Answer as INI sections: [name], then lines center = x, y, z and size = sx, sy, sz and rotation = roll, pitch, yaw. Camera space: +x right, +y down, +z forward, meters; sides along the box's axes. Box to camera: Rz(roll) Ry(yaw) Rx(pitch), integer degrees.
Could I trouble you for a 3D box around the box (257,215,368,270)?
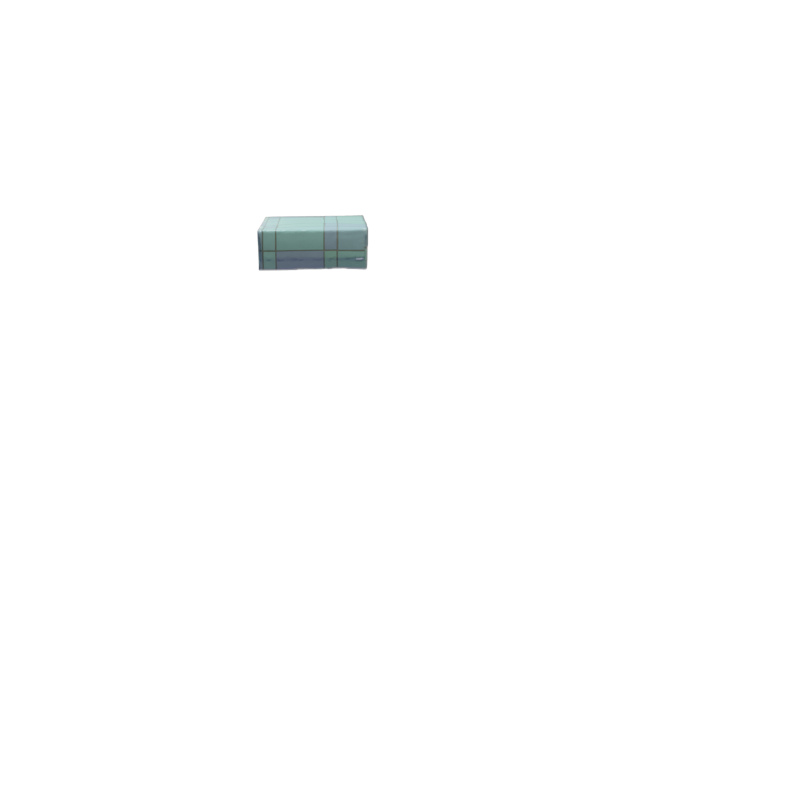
[box]
center = -0.074, -0.135, 0.944
size = 0.090, 0.038, 0.116
rotation = 0, 12, -2
